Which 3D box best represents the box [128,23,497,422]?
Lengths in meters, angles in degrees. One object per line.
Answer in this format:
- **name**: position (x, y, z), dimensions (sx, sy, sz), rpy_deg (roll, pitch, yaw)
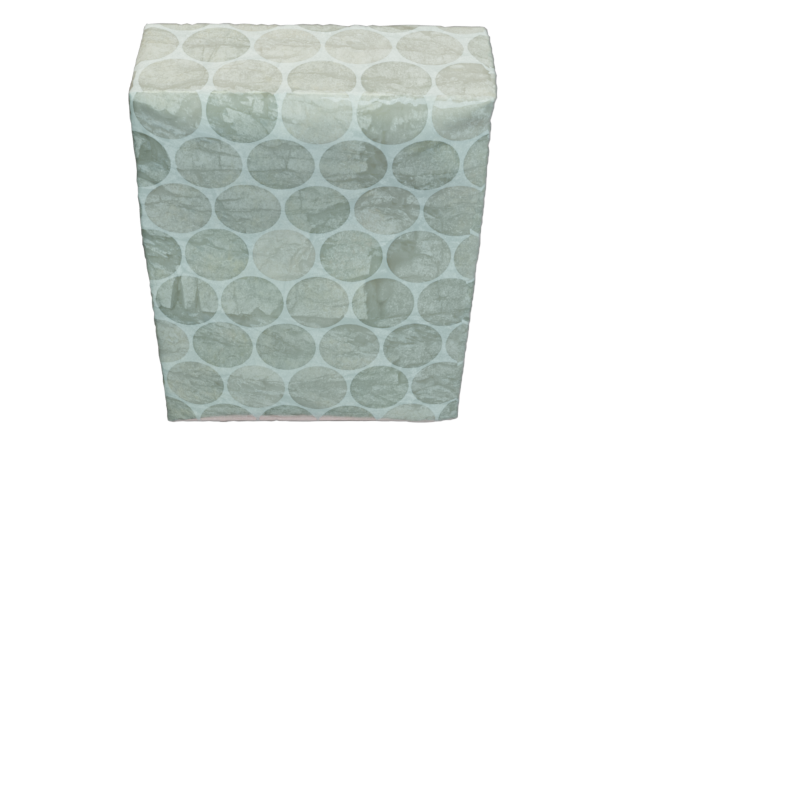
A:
- **box**: position (-0.044, -0.080, 0.563), dimensions (0.164, 0.199, 0.077), rpy_deg (1, 44, -1)
